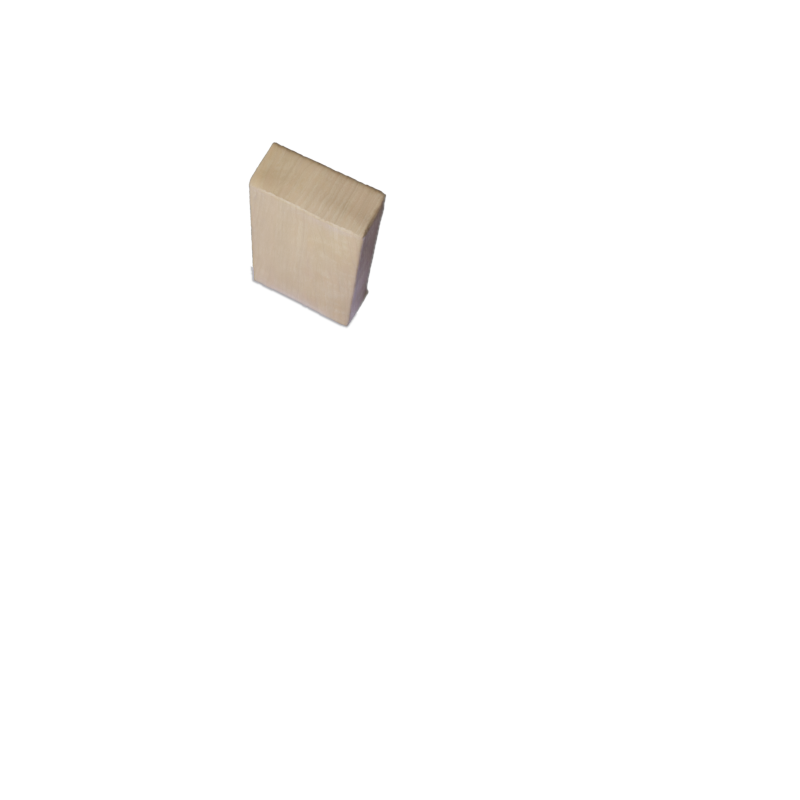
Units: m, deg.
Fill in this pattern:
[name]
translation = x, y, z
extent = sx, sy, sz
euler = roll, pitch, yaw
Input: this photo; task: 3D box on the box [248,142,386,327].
[box]
translation = -0.067, -0.121, 0.850
extent = 0.095, 0.049, 0.169
euler = 27, -16, 5
